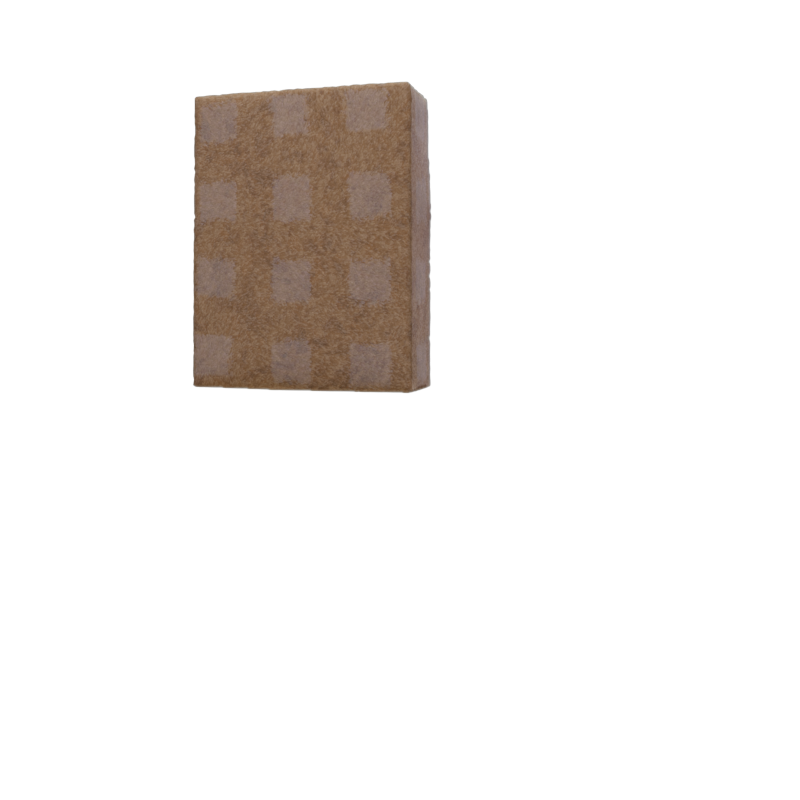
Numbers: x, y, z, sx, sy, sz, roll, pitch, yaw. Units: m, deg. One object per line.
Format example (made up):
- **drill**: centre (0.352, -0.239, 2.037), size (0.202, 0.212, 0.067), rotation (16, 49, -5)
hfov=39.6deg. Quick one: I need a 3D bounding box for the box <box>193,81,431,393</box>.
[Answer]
- **box**: centre (-0.063, -0.115, 0.806), size (0.168, 0.216, 0.070), rotation (0, -3, 17)
